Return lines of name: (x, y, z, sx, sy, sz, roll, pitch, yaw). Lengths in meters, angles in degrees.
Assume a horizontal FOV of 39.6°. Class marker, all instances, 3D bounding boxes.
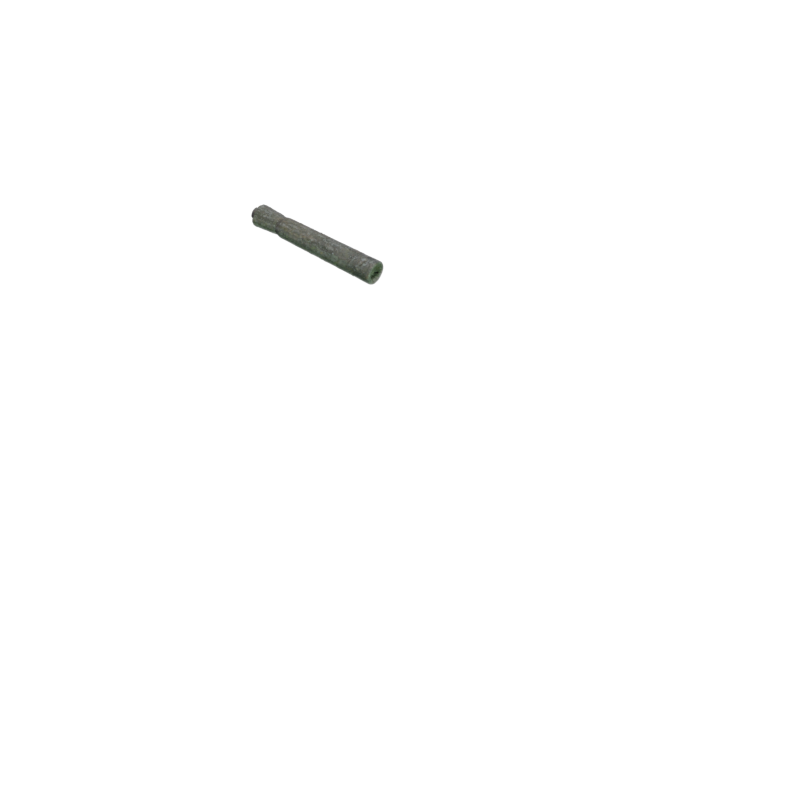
marker: (-0.066, -0.120, 0.843, 0.128, 0.019, 0.019, 30, 19, 30)
